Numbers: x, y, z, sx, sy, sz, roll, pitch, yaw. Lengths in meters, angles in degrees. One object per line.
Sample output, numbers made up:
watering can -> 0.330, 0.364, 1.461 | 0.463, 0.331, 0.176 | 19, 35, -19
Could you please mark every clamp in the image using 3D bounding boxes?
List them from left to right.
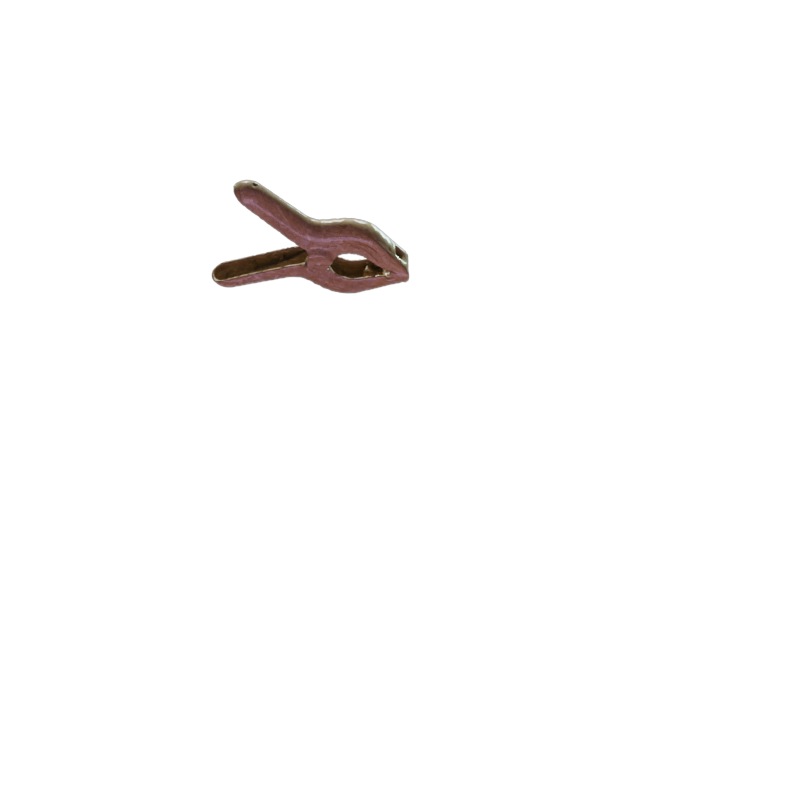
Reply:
clamp -> -0.074, -0.135, 0.943 | 0.170, 0.042, 0.113 | 3, -34, -5
